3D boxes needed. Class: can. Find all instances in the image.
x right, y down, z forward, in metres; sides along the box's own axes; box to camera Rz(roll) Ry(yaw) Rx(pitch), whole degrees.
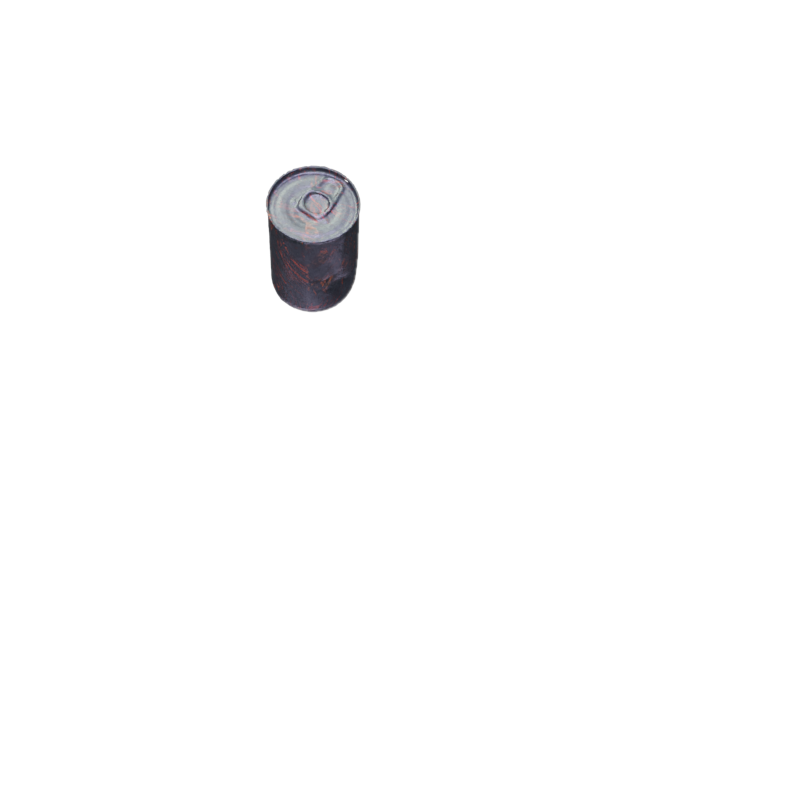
[{"bbox_3d":[-0.065,-0.119,0.836,0.068,0.073,0.096,0,-29,-3],"label":"can"}]
